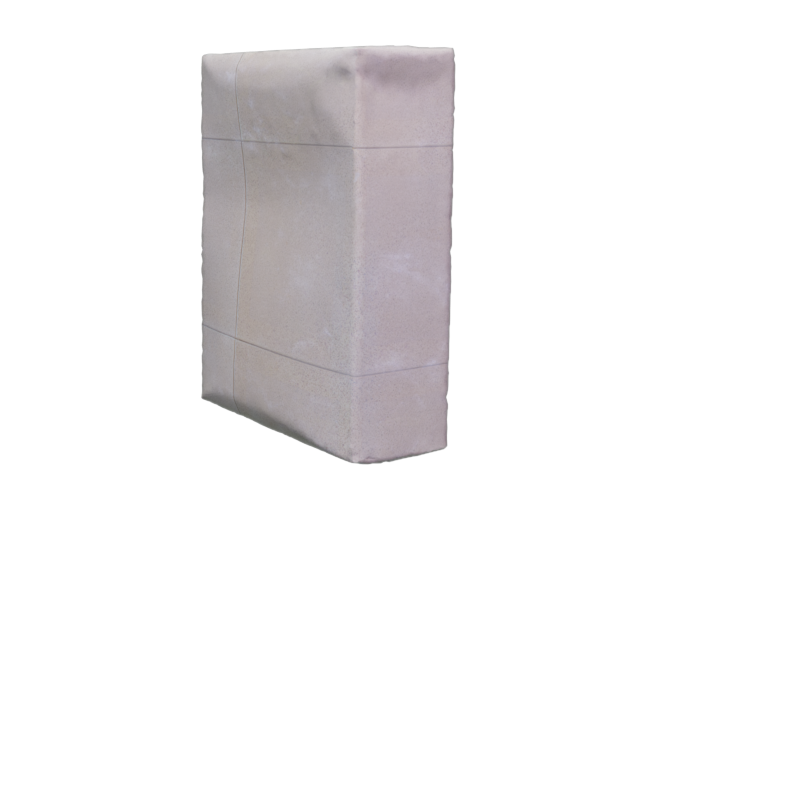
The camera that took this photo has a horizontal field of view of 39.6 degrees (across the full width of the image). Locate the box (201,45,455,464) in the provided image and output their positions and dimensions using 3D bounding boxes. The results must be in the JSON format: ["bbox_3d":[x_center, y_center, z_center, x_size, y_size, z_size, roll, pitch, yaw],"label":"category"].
[{"bbox_3d":[-0.049,-0.089,0.624,0.070,0.209,0.173,-6,12,-36],"label":"box"}]
